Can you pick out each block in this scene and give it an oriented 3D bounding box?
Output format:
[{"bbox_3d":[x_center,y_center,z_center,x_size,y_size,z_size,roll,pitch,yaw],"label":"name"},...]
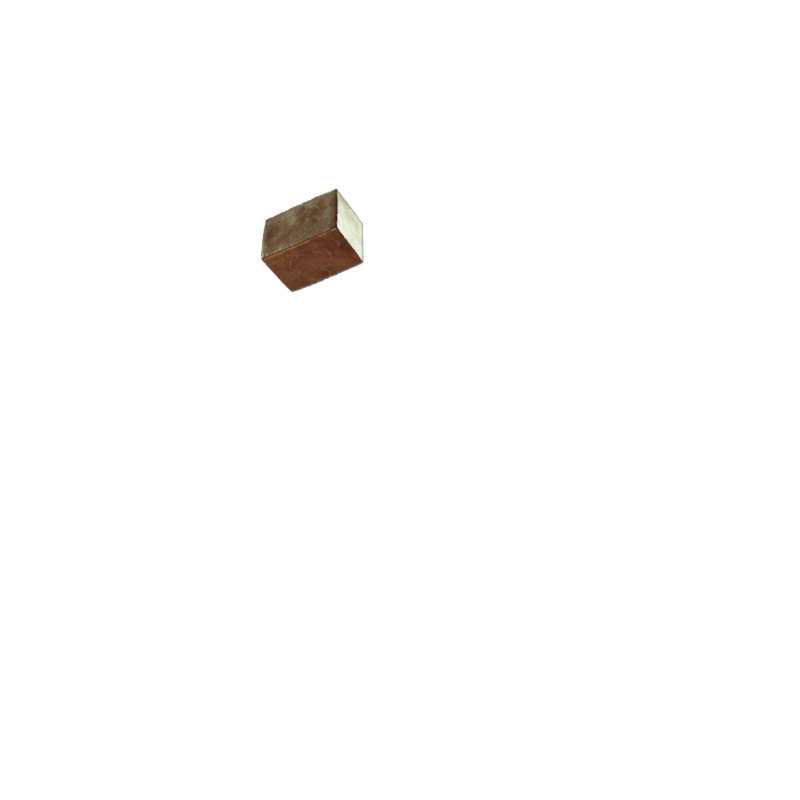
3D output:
[{"bbox_3d":[-0.078,-0.141,0.991,0.078,0.055,0.049,-20,-46,20],"label":"block"}]
